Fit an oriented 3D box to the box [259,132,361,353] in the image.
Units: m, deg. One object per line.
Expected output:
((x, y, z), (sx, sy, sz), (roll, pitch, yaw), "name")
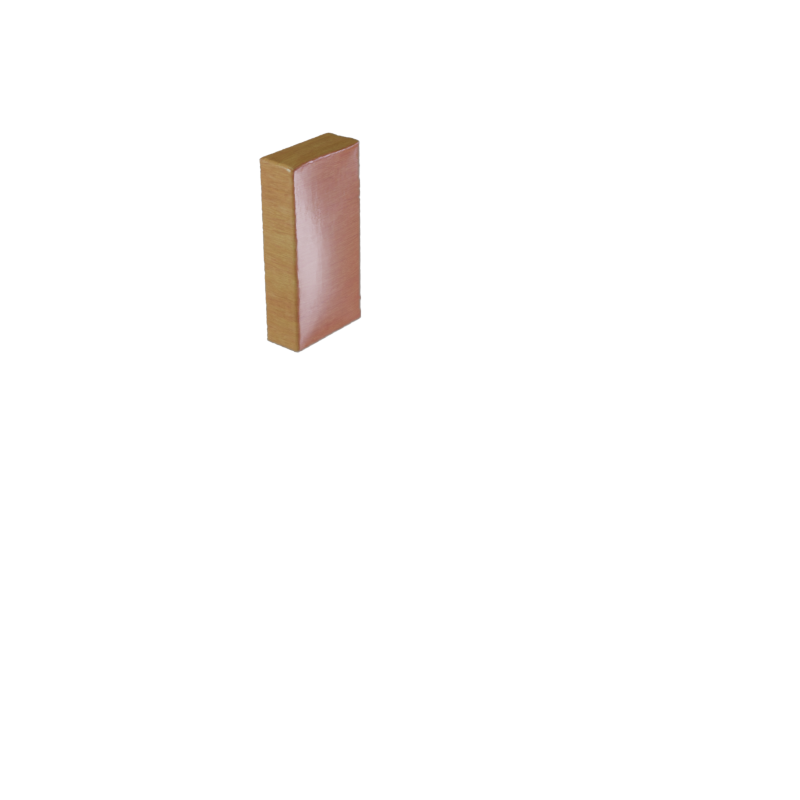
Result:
((-0.077, -0.141, 0.989), (0.051, 0.167, 0.093), (21, 33, 32), "box")
